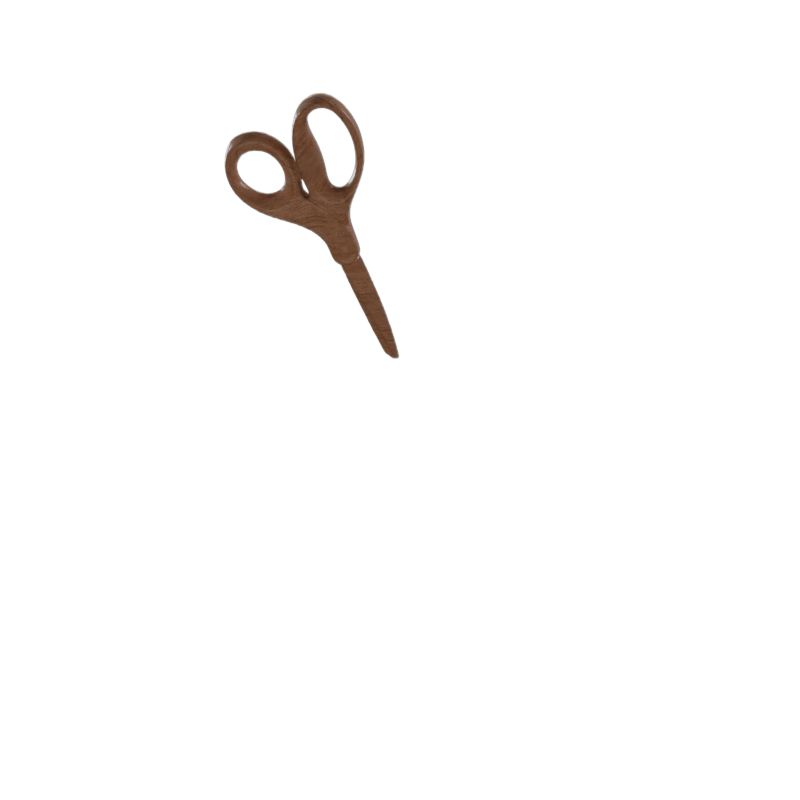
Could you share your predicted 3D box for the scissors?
[{"bbox_3d":[-0.056,-0.102,0.717,0.096,0.188,0.017,-4,34,3],"label":"scissors"}]
